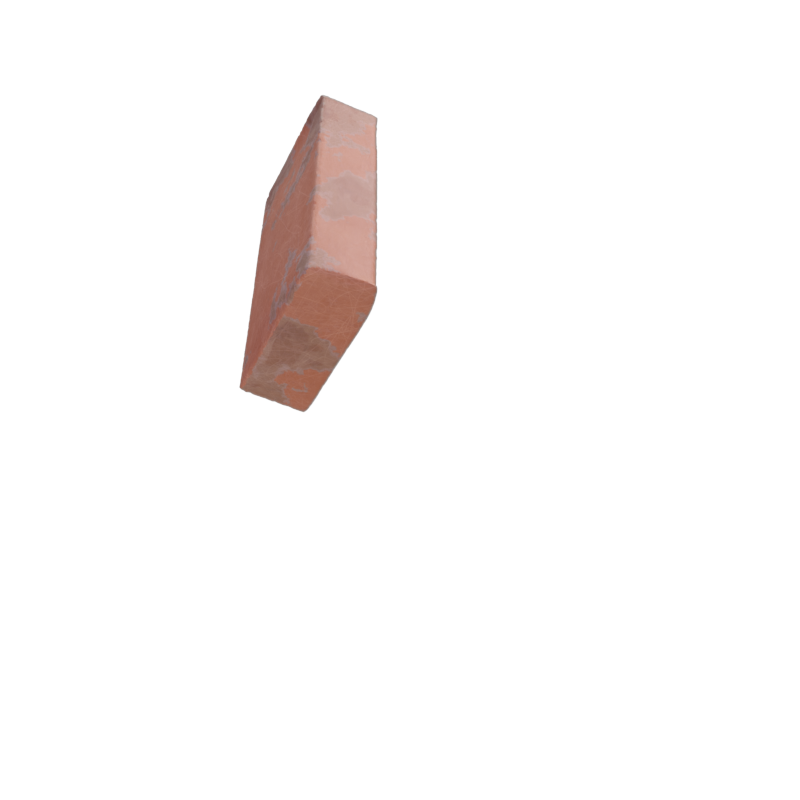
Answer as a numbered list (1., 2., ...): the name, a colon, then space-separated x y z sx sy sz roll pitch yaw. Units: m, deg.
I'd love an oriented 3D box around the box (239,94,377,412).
1. box: -0.050 -0.090 0.631 0.046 0.090 0.189 19 37 -20
